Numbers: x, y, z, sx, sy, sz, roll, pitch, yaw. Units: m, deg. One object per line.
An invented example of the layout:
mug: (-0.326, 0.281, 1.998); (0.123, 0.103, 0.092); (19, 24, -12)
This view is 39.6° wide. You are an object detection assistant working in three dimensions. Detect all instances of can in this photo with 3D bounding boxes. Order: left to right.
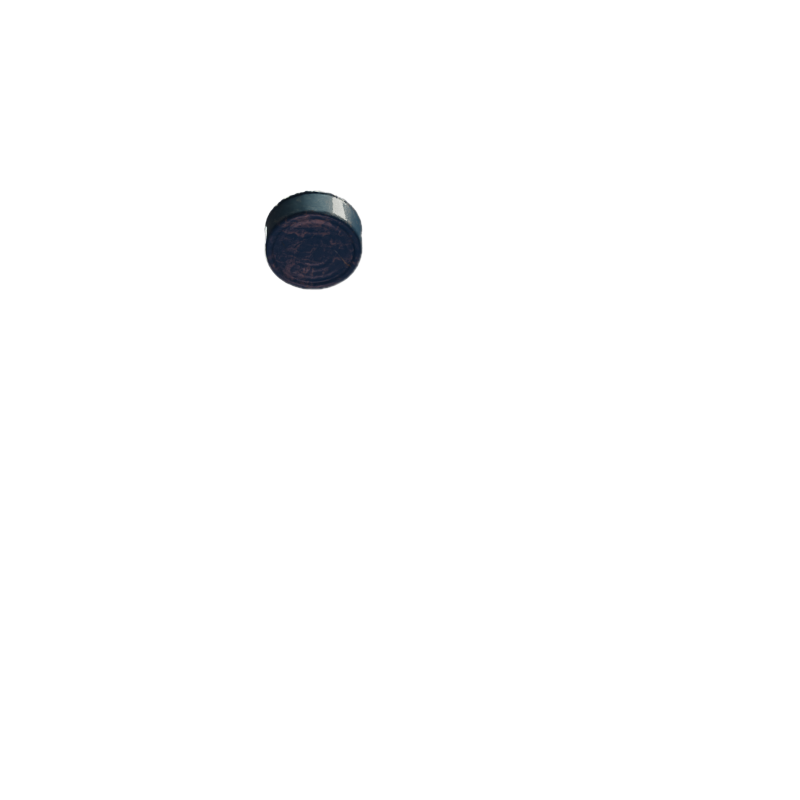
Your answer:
can: (-0.075, -0.137, 0.962); (0.086, 0.080, 0.036); (1, 41, -1)
